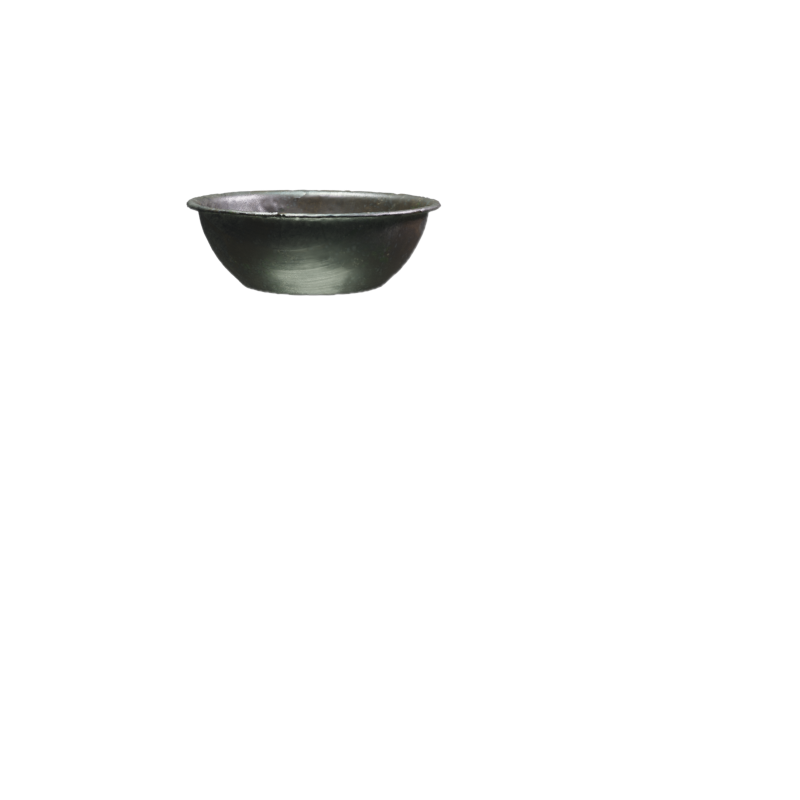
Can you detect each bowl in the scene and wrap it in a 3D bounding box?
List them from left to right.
[{"bbox_3d":[-0.055,-0.101,0.709,0.162,0.054,0.167,0,14,-2],"label":"bowl"}]
